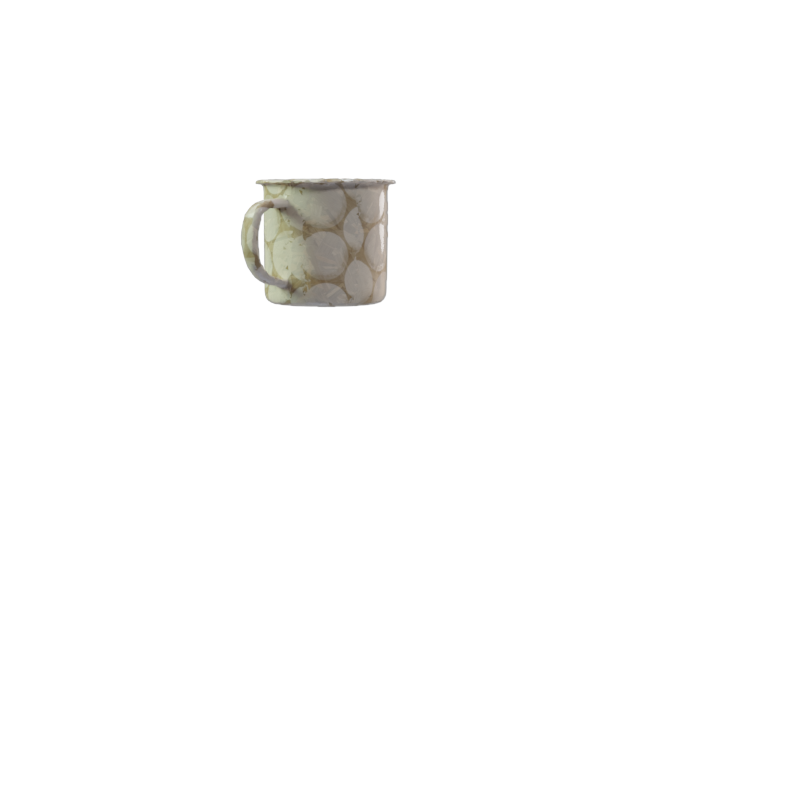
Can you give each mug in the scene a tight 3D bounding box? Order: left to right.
[{"bbox_3d":[-0.057,-0.104,0.729,0.097,0.081,0.113,6,9,40],"label":"mug"}]
